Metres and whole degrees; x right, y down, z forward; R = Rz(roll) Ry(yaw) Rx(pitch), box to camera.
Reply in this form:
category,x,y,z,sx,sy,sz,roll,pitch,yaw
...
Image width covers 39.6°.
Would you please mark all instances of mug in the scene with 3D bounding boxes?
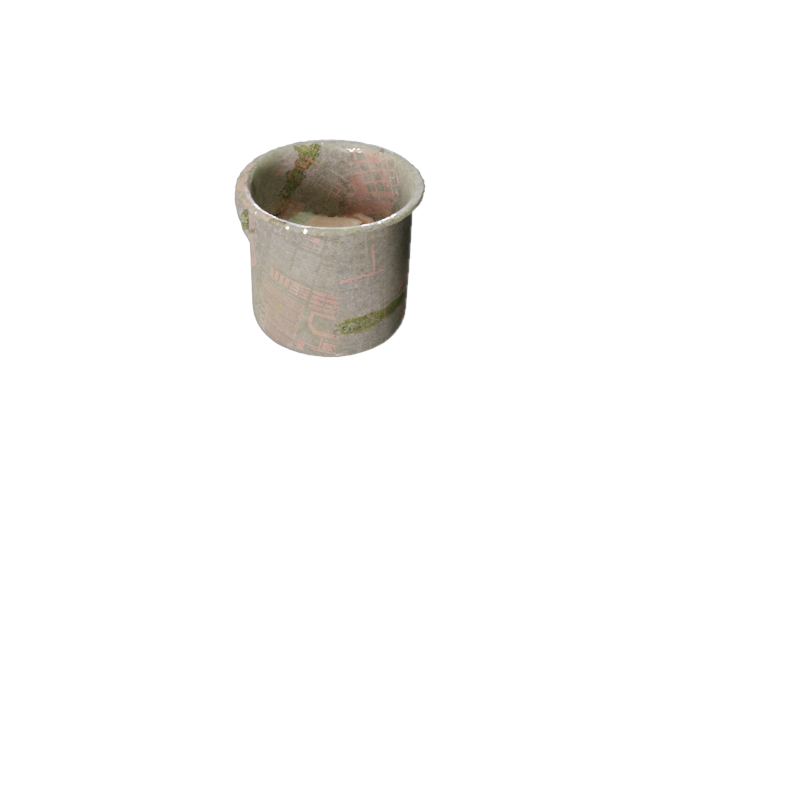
category,x,y,z,sx,sy,sz,roll,pitch,yaw
mug,-0.045,-0.082,0.575,0.125,0.076,0.093,30,45,32
